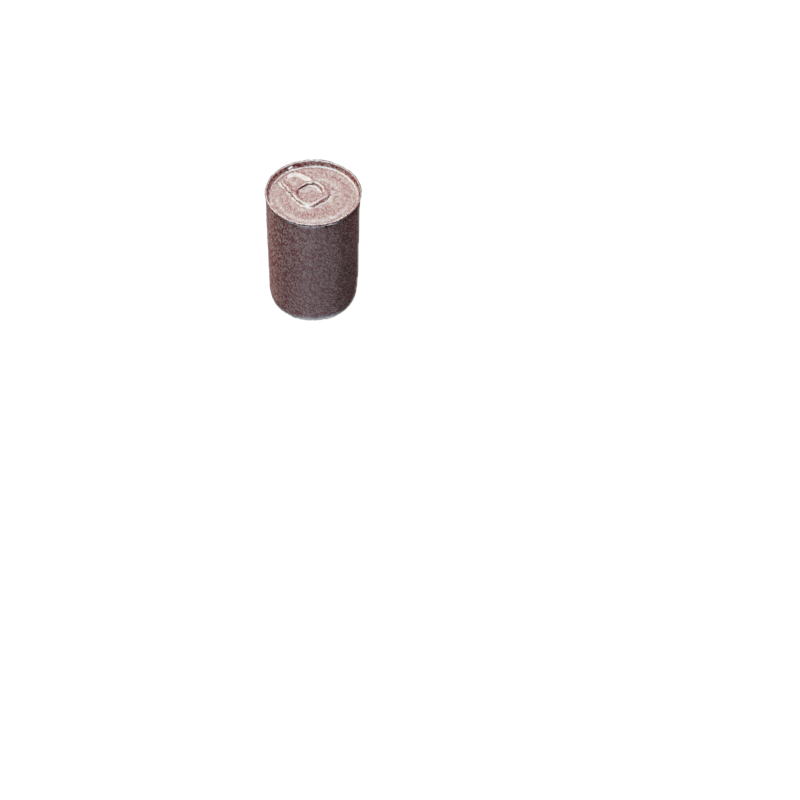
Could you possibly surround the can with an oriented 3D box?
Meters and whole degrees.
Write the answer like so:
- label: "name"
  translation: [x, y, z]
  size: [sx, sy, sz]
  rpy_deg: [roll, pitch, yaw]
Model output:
- label: "can"
  translation: [-0.063, -0.115, 0.809]
  size: [0.068, 0.074, 0.095]
  rpy_deg: [0, -41, -3]
